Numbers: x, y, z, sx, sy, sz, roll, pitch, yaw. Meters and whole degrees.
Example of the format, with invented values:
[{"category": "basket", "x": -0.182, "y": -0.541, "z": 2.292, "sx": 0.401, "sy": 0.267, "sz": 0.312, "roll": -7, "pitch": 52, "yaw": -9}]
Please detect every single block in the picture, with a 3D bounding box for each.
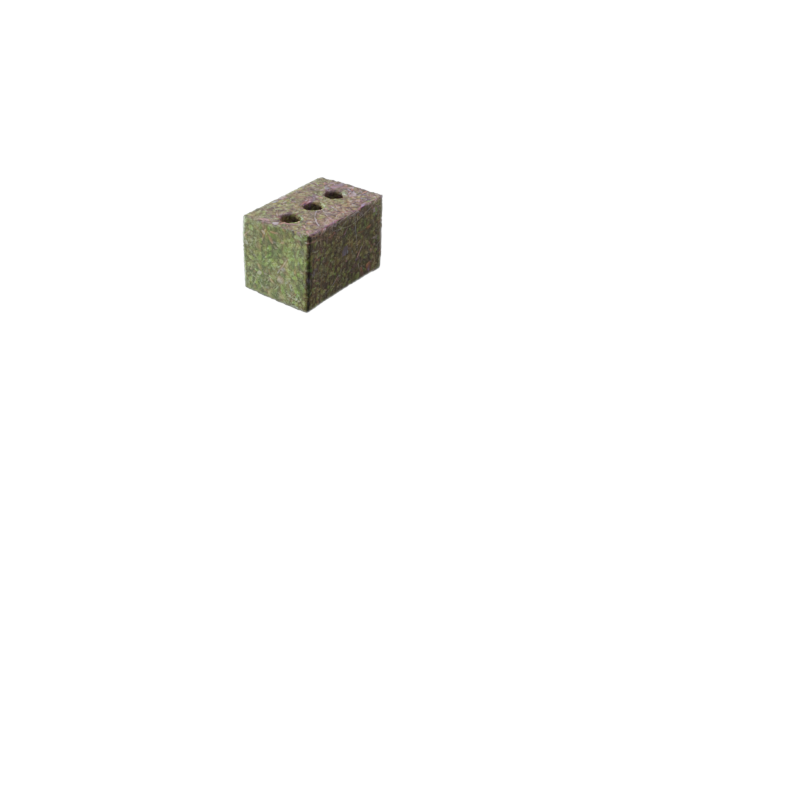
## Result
[{"category": "block", "x": -0.054, "y": -0.099, "z": 0.690, "sx": 0.056, "sy": 0.048, "sz": 0.078, "roll": 20, "pitch": 36, "yaw": 29}]
